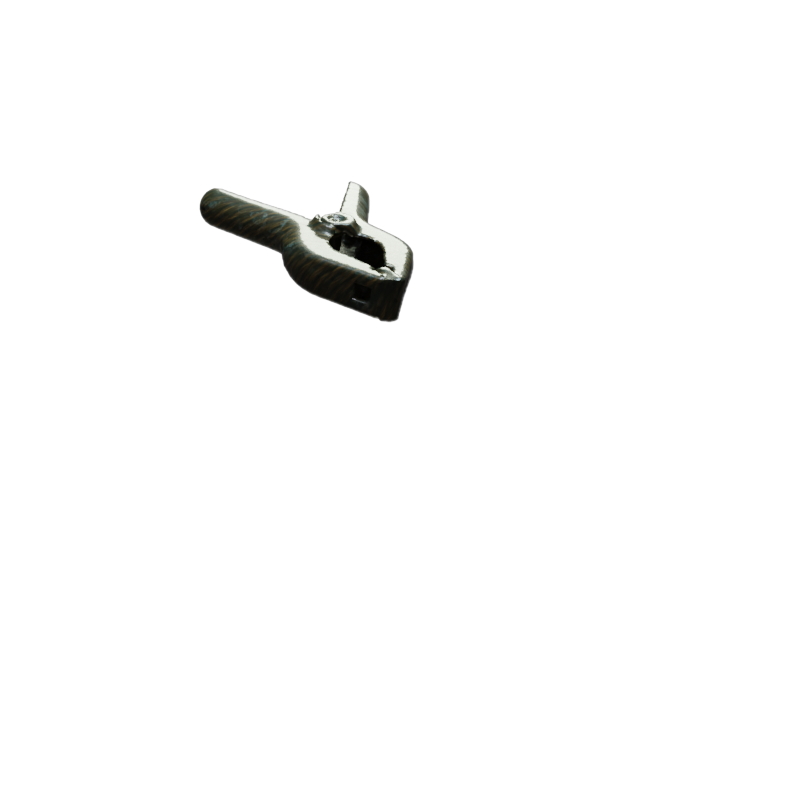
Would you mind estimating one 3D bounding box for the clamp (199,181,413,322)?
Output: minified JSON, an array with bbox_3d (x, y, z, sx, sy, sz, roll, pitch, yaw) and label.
[{"bbox_3d":[-0.054,-0.098,0.688,0.118,0.037,0.184,-9,29,-16],"label":"clamp"}]
